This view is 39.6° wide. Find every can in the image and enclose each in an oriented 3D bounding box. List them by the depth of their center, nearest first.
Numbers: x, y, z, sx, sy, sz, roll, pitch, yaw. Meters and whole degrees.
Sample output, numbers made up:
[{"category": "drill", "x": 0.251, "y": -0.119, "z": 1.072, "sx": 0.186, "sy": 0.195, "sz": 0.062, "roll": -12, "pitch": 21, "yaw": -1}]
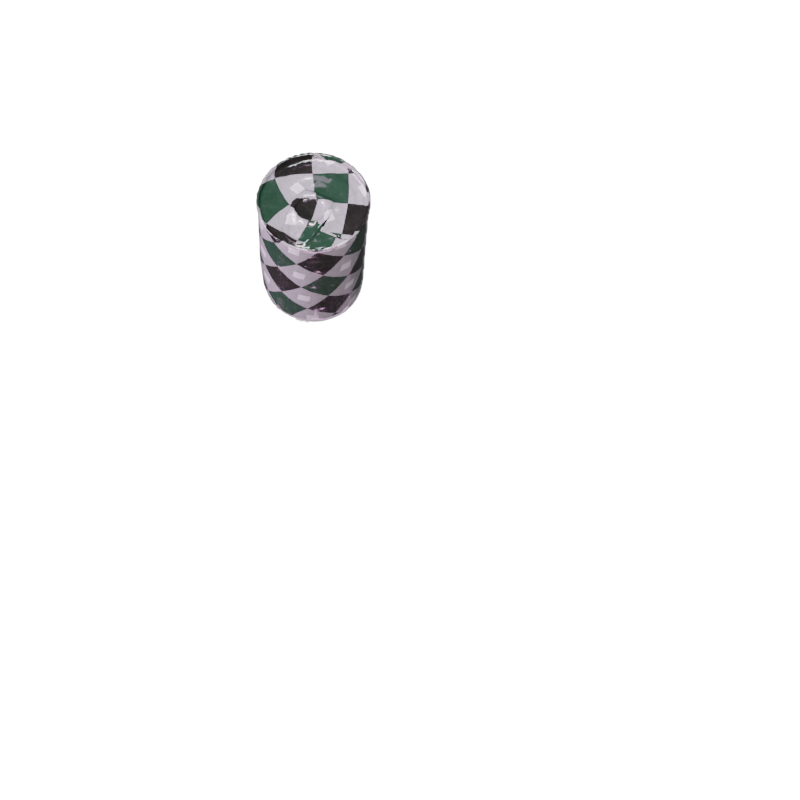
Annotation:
[{"category": "can", "x": -0.055, "y": -0.100, "z": 0.700, "sx": 0.068, "sy": 0.073, "sz": 0.097, "roll": 0, "pitch": -24, "yaw": -3}]
